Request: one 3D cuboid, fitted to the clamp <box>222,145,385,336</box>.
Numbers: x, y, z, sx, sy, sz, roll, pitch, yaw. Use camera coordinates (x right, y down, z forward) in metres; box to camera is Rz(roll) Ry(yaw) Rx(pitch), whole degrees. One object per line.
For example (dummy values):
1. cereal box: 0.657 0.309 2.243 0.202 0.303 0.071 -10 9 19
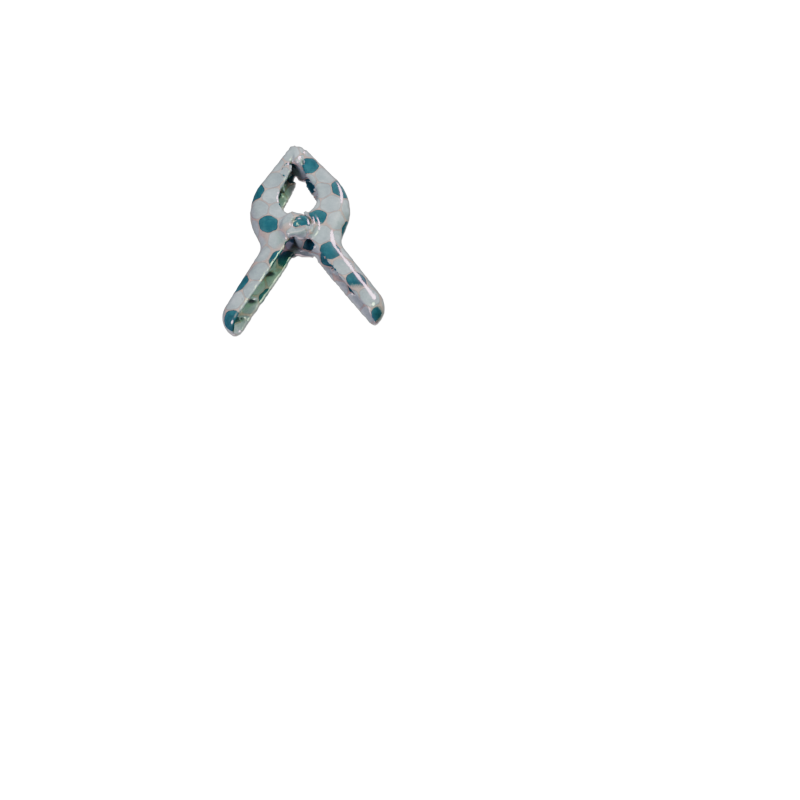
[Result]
1. clamp: -0.068 -0.123 0.863 0.121 0.182 0.037 5 -29 2
